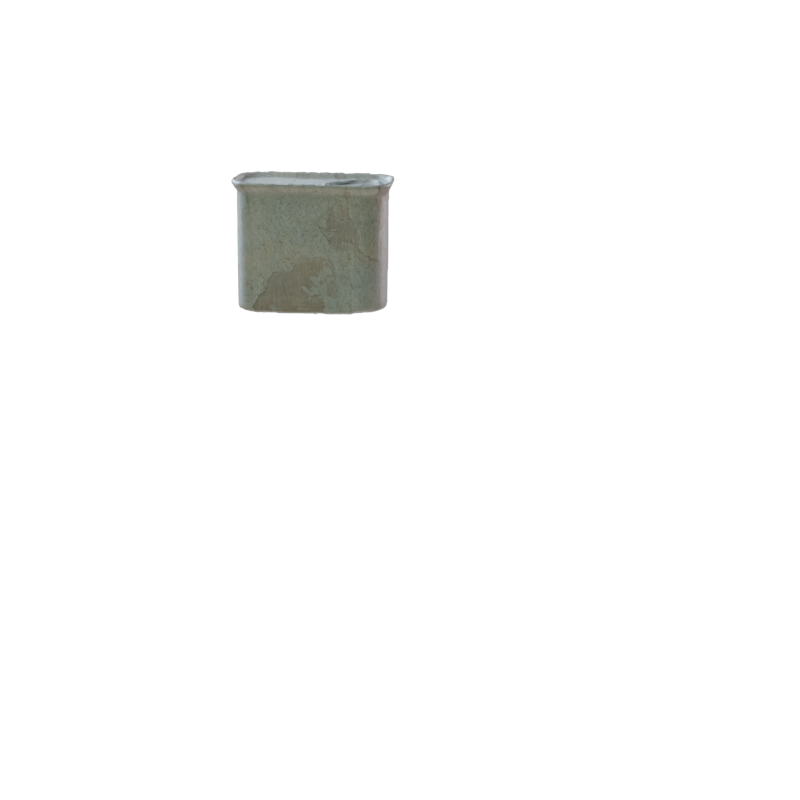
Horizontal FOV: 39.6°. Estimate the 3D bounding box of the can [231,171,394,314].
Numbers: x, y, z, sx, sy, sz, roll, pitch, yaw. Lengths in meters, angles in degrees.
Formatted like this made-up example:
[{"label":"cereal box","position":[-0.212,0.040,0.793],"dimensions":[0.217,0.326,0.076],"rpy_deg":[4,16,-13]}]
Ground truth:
[{"label":"can","position":[-0.056,-0.102,0.714],"dimensions":[0.103,0.081,0.059],"rpy_deg":[2,14,6]}]
